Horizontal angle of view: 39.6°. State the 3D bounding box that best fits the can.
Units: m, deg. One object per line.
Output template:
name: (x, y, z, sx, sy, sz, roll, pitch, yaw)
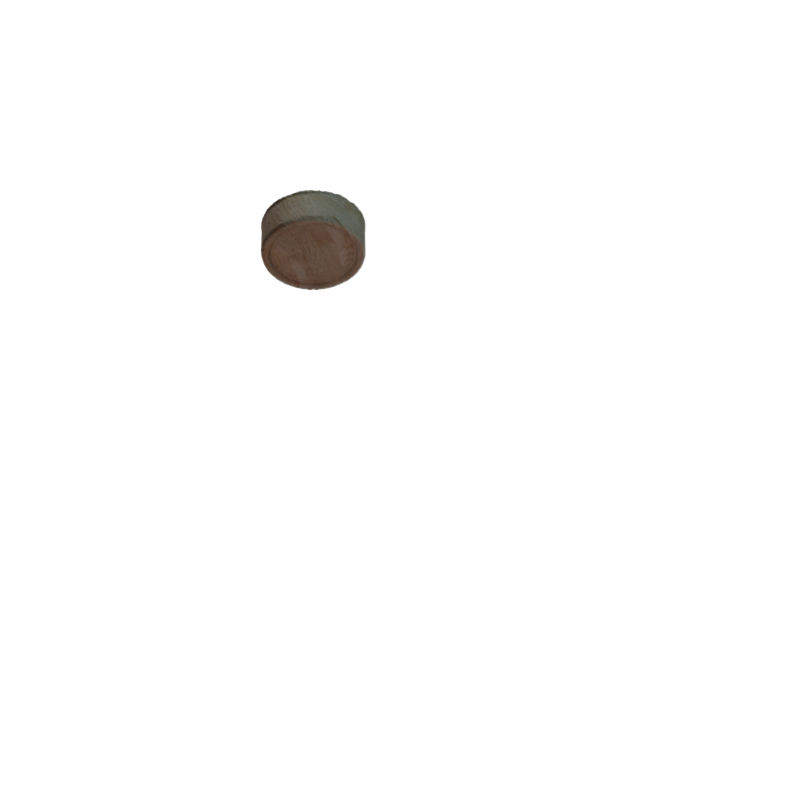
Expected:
can: (-0.070, -0.128, 0.897, 0.086, 0.036, 0.080, 1, -39, -2)
